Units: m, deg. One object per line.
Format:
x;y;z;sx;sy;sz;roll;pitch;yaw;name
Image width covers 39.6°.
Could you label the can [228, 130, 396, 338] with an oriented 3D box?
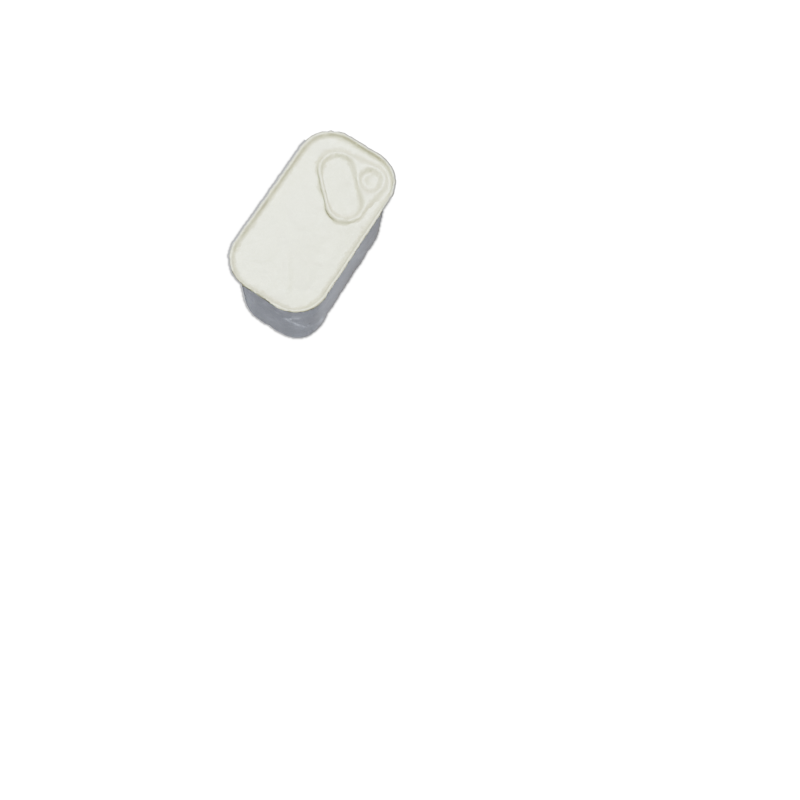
-0.049;-0.090;0.628;0.058;0.104;0.081;32;-13;4;can
